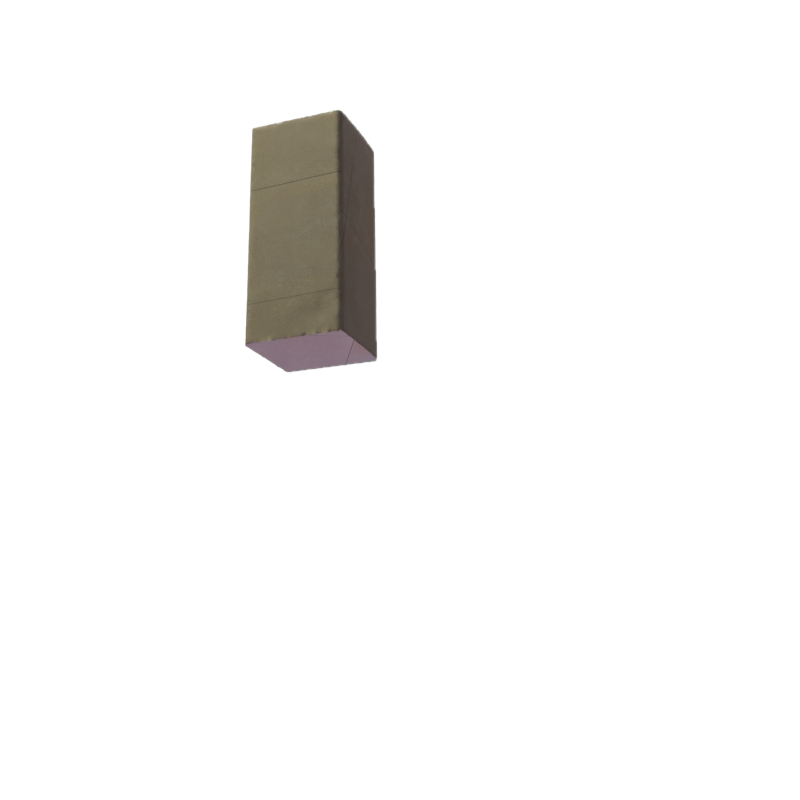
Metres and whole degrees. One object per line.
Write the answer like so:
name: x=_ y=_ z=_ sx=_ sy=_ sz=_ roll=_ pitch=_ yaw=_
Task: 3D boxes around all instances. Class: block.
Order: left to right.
block: x=-0.077 y=-0.140 z=0.984 sx=0.092 sy=0.217 sz=0.084 roll=-9 pitch=-23 yaw=19
